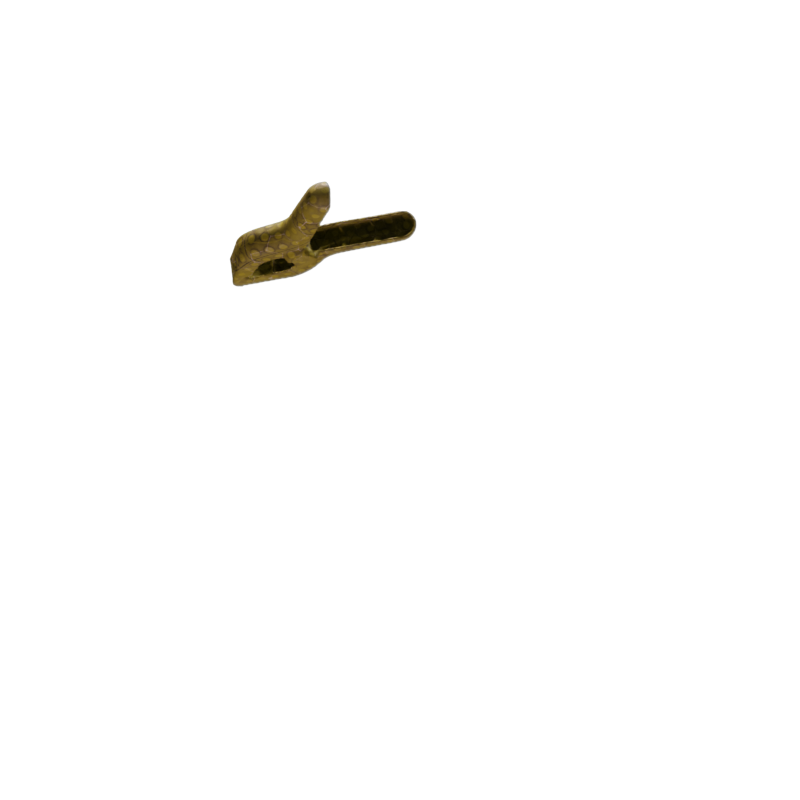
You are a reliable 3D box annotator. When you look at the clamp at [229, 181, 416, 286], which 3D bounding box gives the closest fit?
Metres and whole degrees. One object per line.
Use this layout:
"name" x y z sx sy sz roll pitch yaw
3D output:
"clamp" -0.074 -0.135 0.943 0.114 0.041 0.173 15 -23 -38
